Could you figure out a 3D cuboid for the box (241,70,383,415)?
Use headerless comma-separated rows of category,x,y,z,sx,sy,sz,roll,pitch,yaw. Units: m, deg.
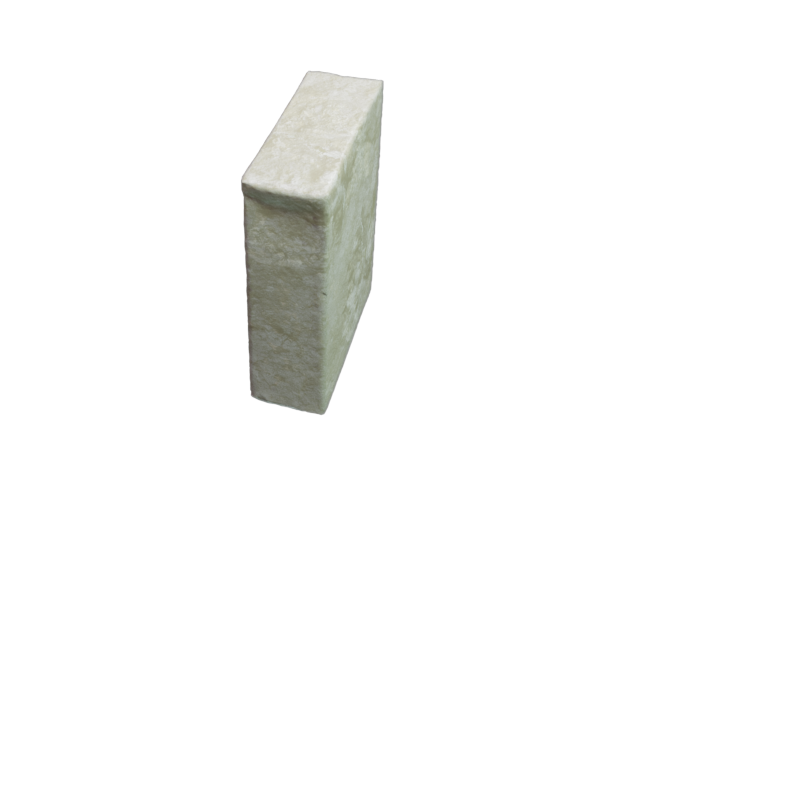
box,-0.068,-0.124,0.866,0.073,0.199,0.173,10,42,8
